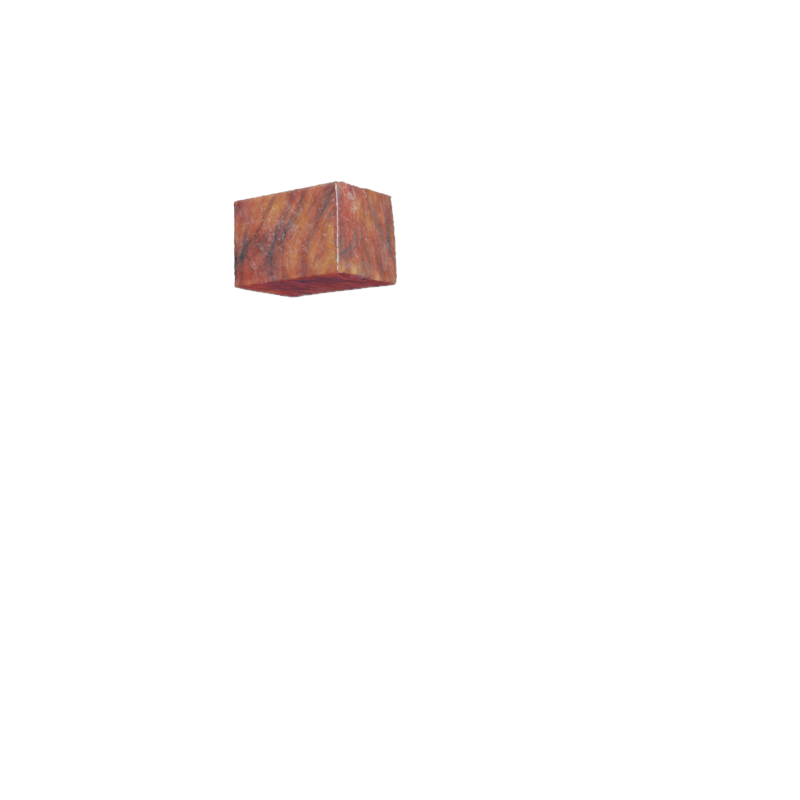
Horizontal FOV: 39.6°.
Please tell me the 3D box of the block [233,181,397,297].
[{"bbox_3d":[-0.048,-0.088,0.619,0.080,0.052,0.050,-4,-8,36],"label":"block"}]
